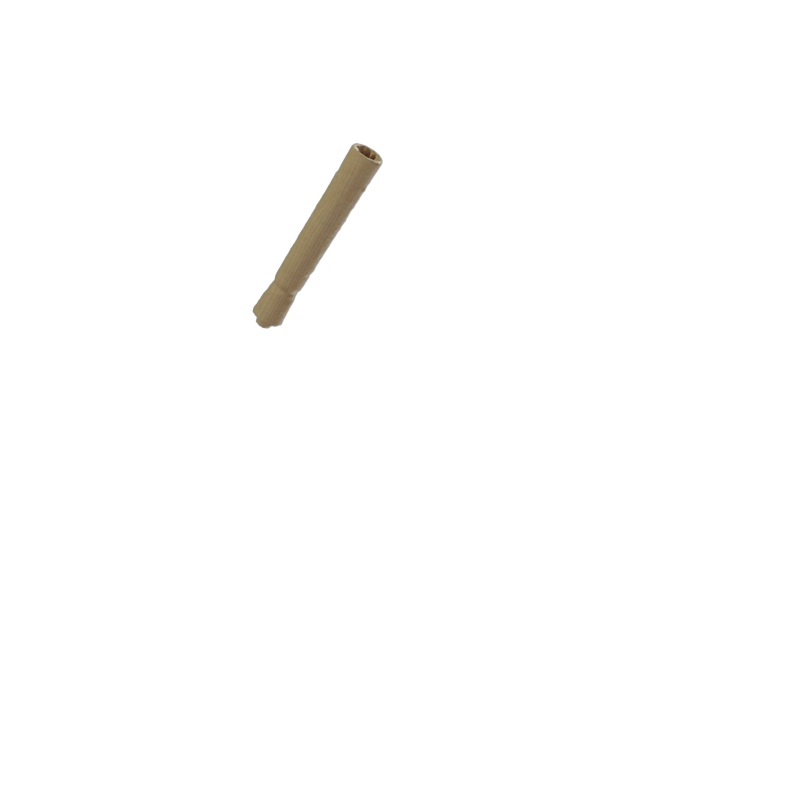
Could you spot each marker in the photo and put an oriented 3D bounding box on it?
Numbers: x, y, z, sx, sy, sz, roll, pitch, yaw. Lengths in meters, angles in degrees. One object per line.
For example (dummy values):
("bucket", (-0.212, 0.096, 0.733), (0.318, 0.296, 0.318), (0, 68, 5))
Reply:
("marker", (-0.048, -0.087, 0.608), (0.019, 0.117, 0.021), (27, 27, -18))
